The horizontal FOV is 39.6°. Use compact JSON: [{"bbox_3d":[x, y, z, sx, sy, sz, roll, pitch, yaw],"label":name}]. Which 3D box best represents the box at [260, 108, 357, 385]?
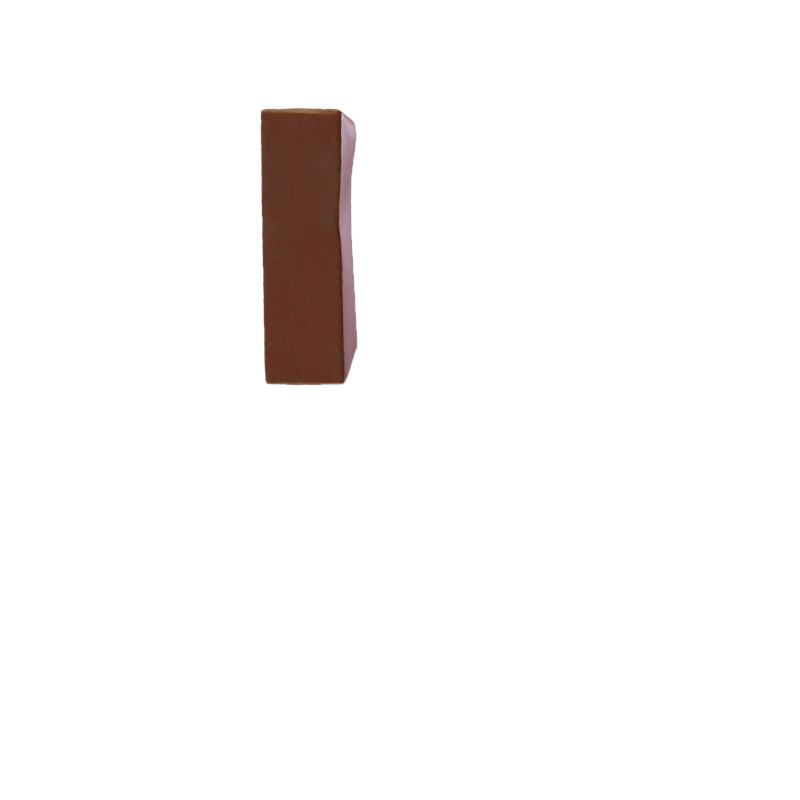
[{"bbox_3d":[-0.073,-0.132,0.927,0.072,0.211,0.166,0,7,1],"label":"box"}]
